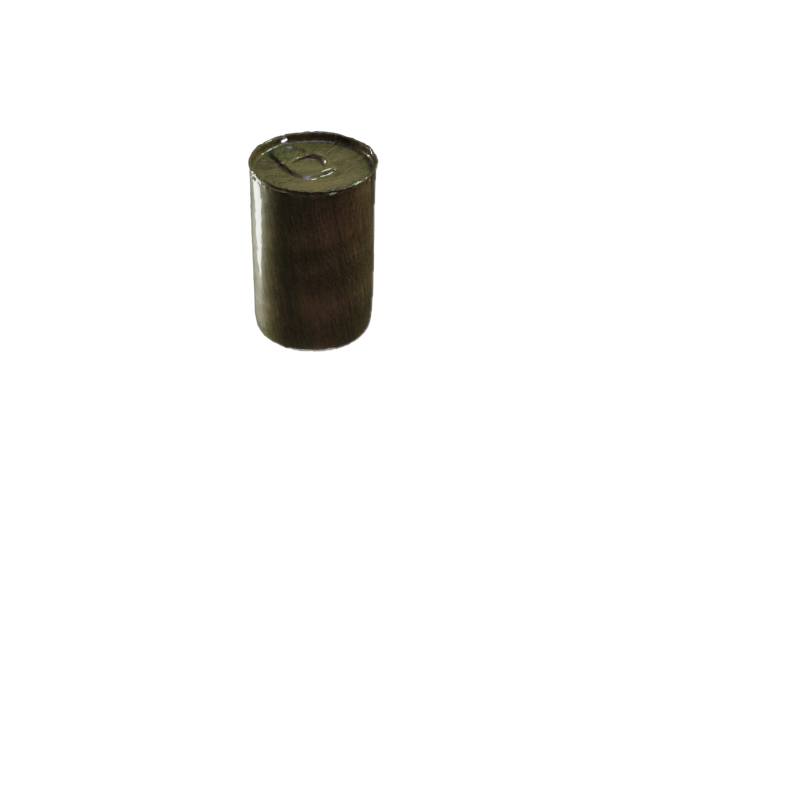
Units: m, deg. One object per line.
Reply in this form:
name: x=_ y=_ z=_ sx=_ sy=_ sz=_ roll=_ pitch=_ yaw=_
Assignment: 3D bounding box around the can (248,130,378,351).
can: x=-0.047 y=-0.086 z=0.604 sx=0.068 sy=0.096 sz=0.073 roll=0 pitch=36 yaw=-3
